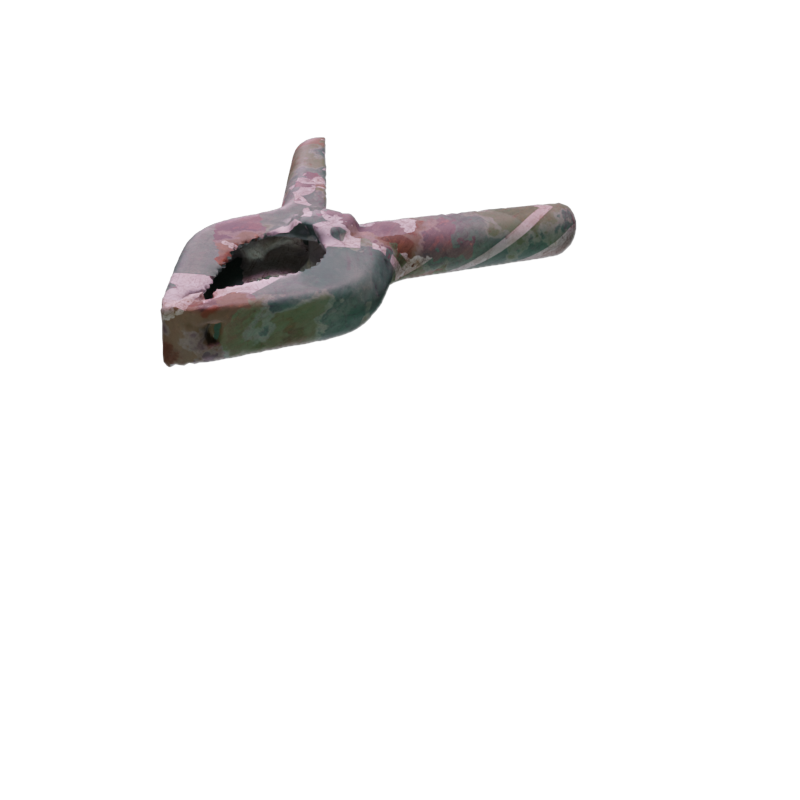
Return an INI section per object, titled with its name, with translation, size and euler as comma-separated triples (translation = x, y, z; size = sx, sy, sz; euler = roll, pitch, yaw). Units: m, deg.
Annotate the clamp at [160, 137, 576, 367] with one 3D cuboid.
[clamp]
translation = -0.041, -0.074, 0.520
size = 0.175, 0.034, 0.209
euler = 25, 39, 35
